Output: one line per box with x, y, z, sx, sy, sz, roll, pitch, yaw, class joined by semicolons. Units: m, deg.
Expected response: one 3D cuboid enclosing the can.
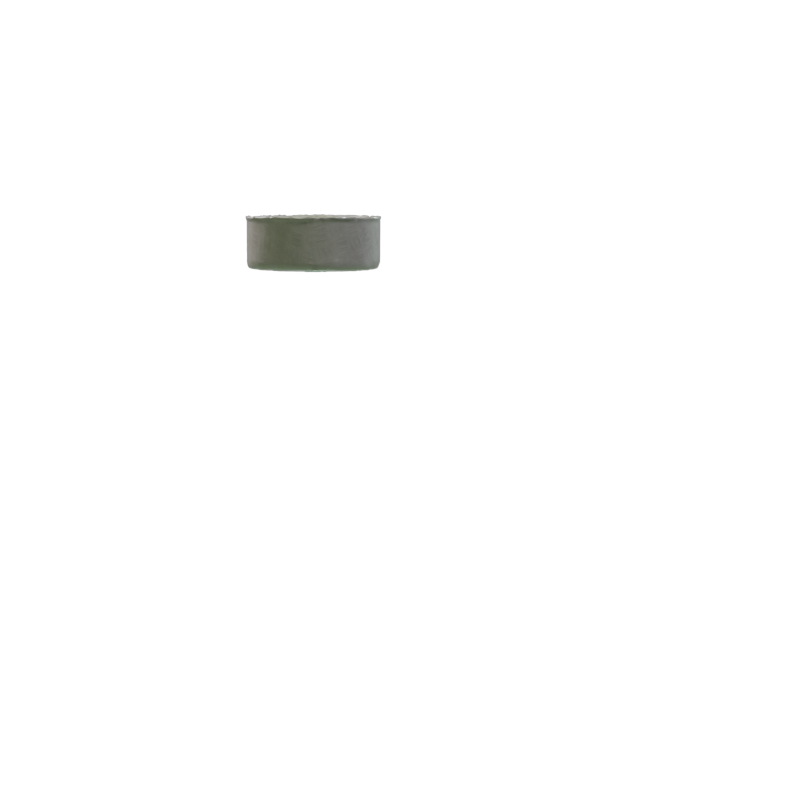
-0.055;-0.100;0.701;0.086;0.033;0.087;0;9;-2;can
